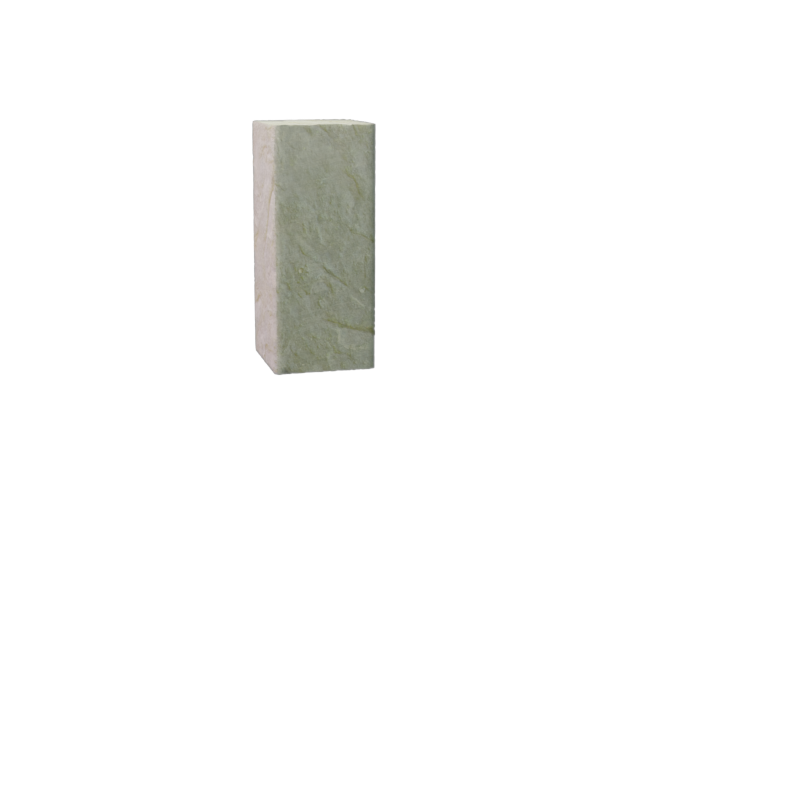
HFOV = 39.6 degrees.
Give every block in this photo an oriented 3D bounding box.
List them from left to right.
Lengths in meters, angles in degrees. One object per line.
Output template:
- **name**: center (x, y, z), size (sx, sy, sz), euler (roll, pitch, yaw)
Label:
- **block**: center (-0.075, -0.136, 0.952), size (0.088, 0.201, 0.095), euler (-2, 11, -16)
